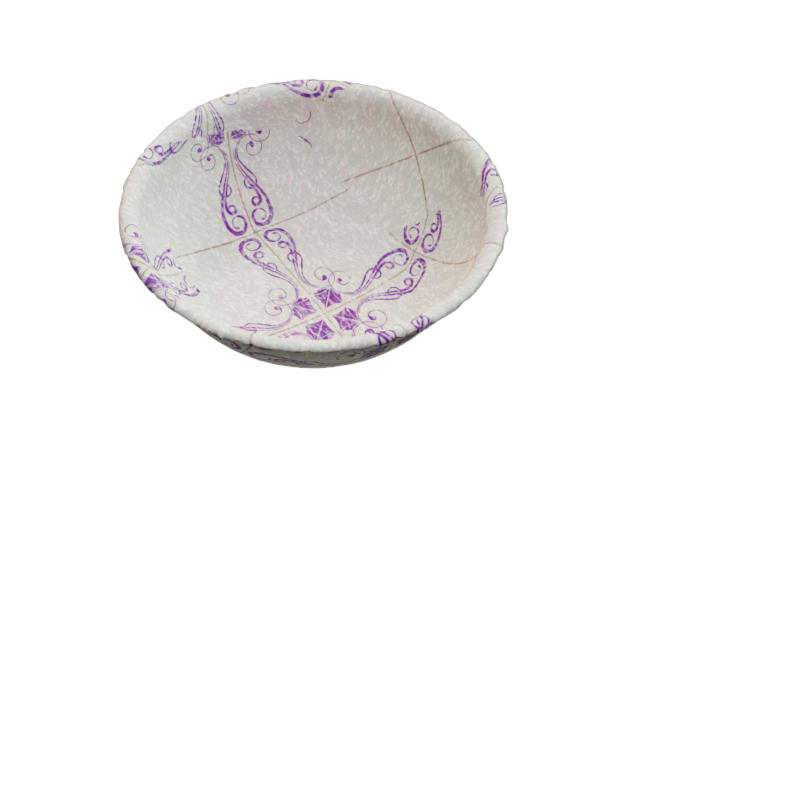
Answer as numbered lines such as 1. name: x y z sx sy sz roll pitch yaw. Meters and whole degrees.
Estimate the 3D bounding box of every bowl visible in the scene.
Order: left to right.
1. bowl: -0.038 -0.069 0.481 0.162 0.174 0.051 -1 -40 -1
